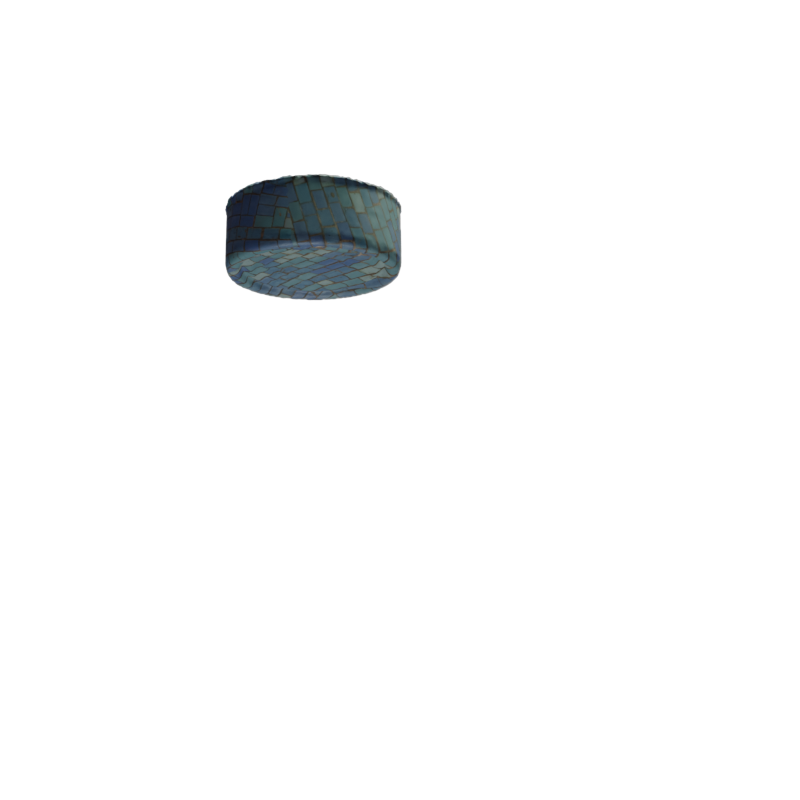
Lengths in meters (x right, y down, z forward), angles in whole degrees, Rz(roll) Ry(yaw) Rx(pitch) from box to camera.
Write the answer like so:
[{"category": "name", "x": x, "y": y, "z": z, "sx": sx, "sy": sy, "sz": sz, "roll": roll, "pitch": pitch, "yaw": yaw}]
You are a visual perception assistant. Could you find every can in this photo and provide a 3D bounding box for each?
[{"category": "can", "x": -0.042, "y": -0.076, "z": 0.536, "sx": 0.086, "sy": 0.035, "sz": 0.083, "roll": 0, "pitch": -15, "yaw": -2}]
